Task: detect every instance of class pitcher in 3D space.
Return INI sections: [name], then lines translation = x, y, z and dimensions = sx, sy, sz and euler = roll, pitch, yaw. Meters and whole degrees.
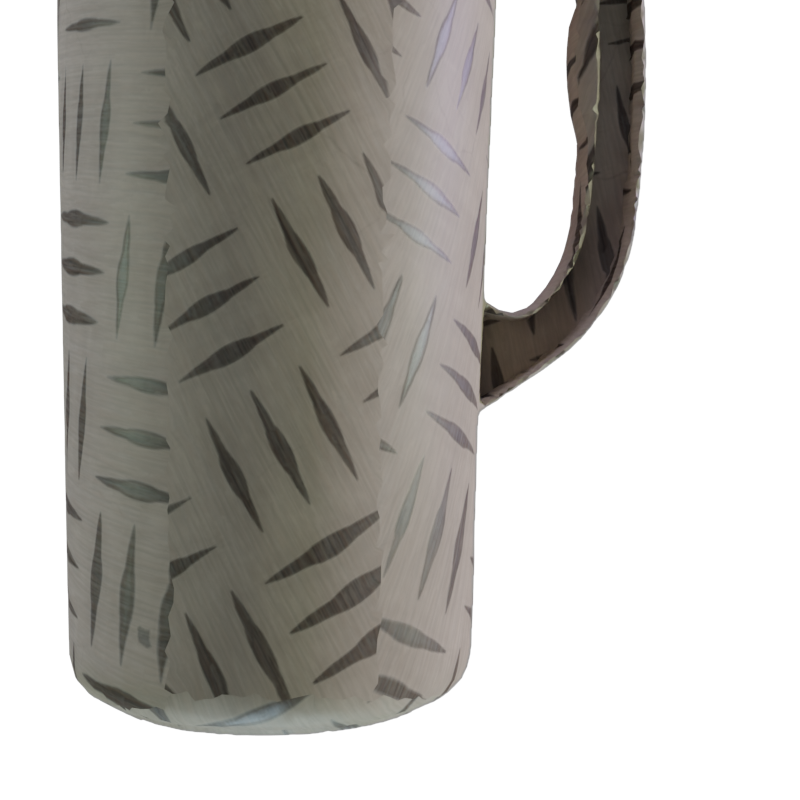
[pitcher]
translation = -0.025, -0.045, 0.316
dimensions = 0.154, 0.247, 0.138
euler = -5, -7, 41
